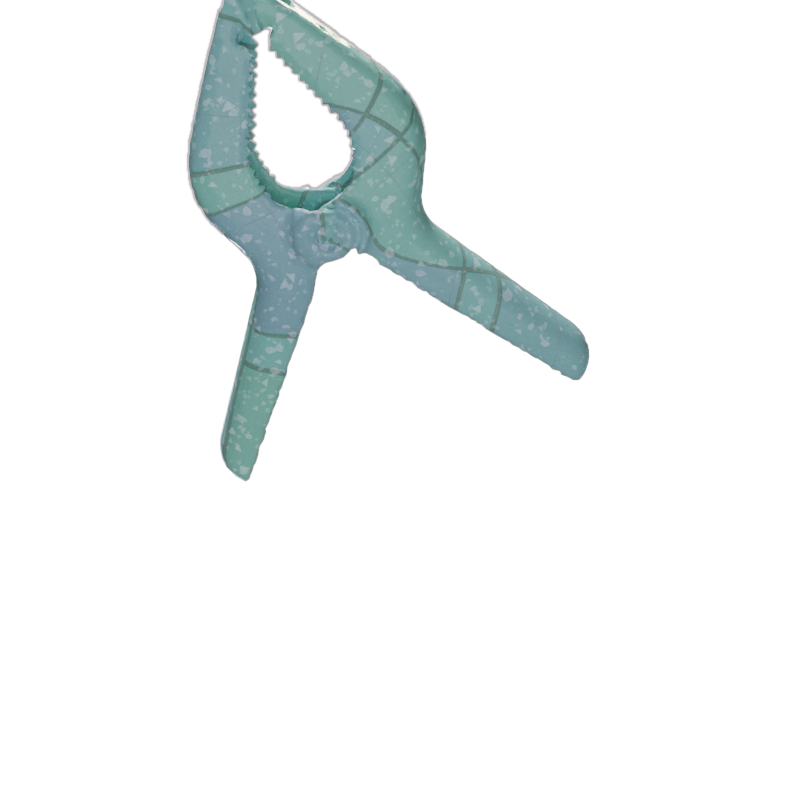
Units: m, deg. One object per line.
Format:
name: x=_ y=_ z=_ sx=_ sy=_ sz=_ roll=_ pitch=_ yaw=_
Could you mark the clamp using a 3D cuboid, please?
clamp: x=-0.035 y=-0.065 z=0.452 sx=0.165 sy=0.199 sz=0.038 roll=-25 pitch=21 yaw=10
